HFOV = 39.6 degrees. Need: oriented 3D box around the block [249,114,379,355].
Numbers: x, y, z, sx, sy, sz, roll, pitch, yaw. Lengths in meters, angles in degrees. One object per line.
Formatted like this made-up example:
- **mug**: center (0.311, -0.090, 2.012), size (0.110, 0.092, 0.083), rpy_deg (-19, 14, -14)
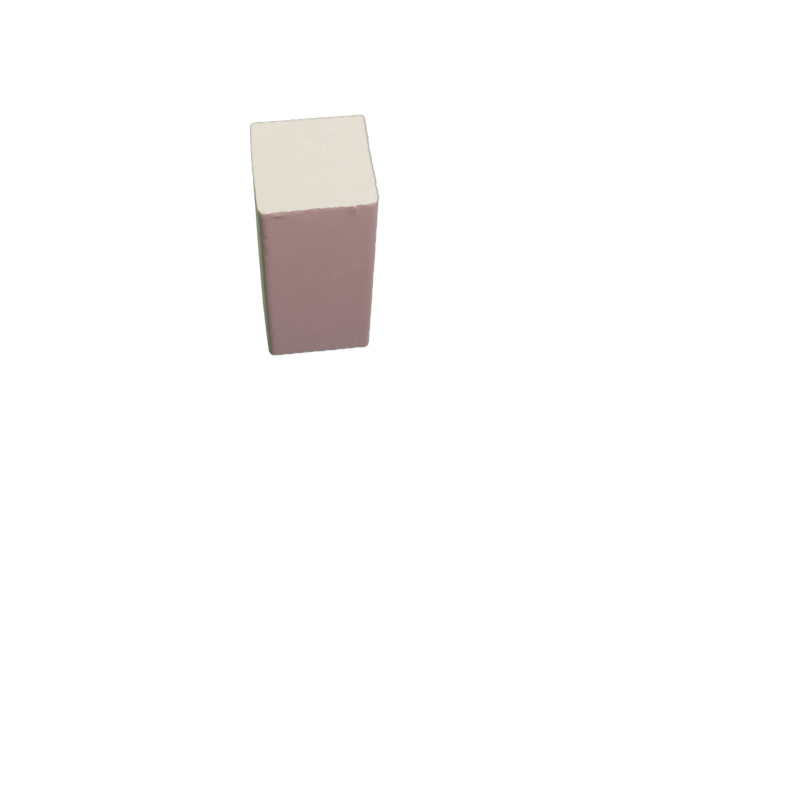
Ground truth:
- **block**: center (-0.071, -0.129, 0.904), size (0.090, 0.097, 0.193), rpy_deg (-5, -30, -6)
